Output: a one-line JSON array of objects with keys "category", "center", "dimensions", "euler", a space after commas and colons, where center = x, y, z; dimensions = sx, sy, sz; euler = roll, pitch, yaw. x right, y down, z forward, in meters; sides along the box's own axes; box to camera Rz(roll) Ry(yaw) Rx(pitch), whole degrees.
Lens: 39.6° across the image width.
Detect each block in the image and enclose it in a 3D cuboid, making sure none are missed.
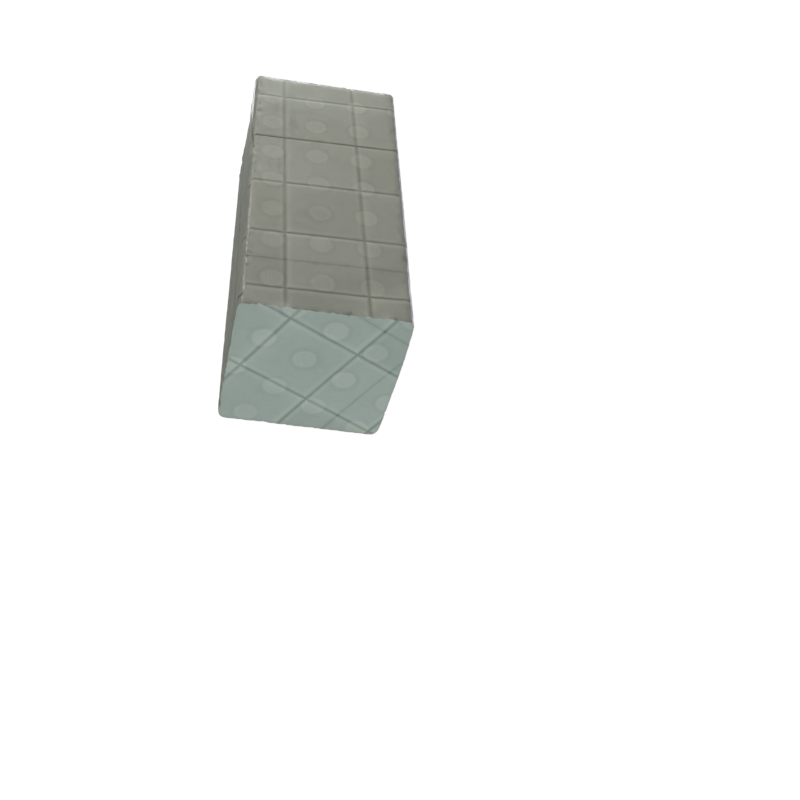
[{"category": "block", "center": [-0.051, -0.092, 0.649], "dimensions": [0.089, 0.221, 0.085], "euler": [6, -46, -10]}]
